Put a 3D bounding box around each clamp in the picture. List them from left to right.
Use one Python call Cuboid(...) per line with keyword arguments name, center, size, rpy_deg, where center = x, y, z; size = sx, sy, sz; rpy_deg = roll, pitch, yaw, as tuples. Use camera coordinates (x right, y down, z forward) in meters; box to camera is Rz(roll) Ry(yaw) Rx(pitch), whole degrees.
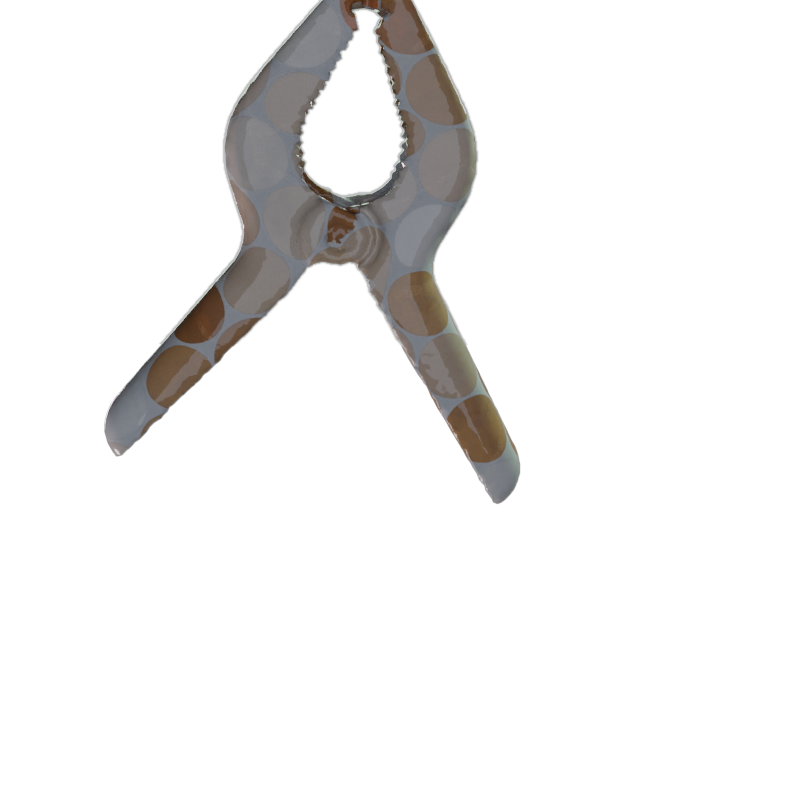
Cuboid(name="clamp", center=(-0.033, -0.061, 0.424), size=(0.164, 0.204, 0.037), rpy_deg=(1, 12, 0))
